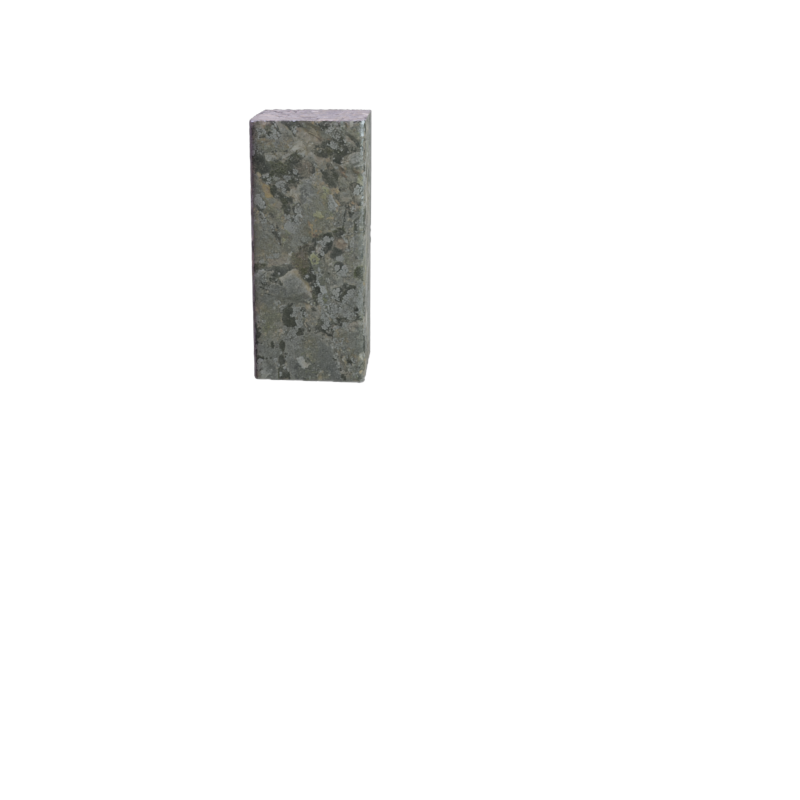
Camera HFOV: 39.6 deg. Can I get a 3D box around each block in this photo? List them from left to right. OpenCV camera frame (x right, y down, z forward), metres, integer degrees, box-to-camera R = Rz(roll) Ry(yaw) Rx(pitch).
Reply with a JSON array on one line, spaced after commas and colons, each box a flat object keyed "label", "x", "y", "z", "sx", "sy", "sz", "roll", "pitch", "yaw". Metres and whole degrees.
[{"label": "block", "x": -0.070, "y": -0.127, "z": 0.893, "sx": 0.091, "sy": 0.200, "sz": 0.092, "roll": 2, "pitch": 14, "yaw": 3}]
